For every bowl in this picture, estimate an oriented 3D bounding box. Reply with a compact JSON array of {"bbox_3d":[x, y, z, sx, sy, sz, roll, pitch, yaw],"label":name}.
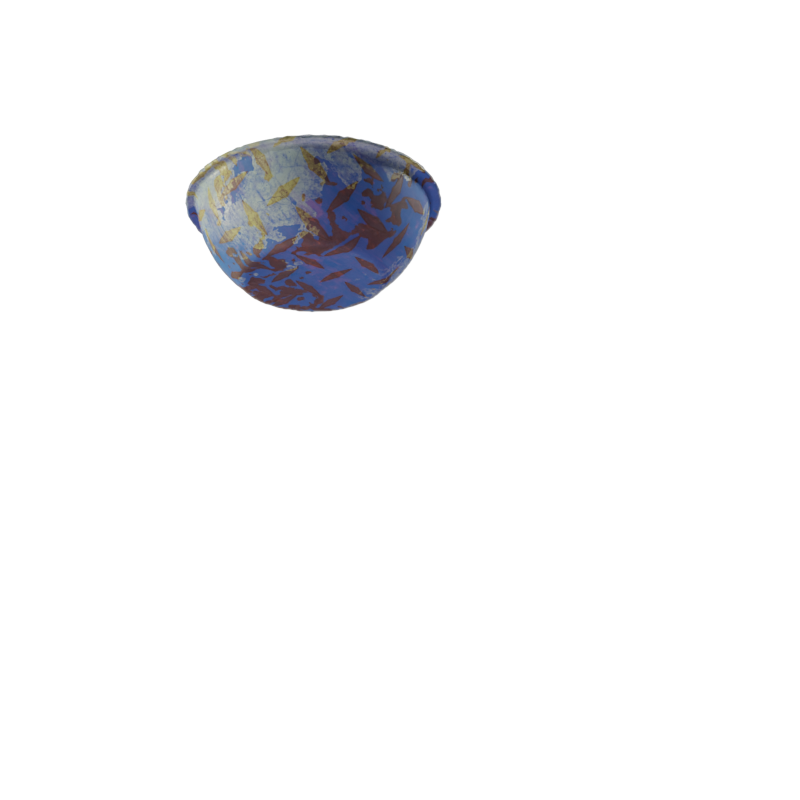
[{"bbox_3d":[-0.054,-0.099,0.692,0.162,0.058,0.153,1,-24,-2],"label":"bowl"}]
